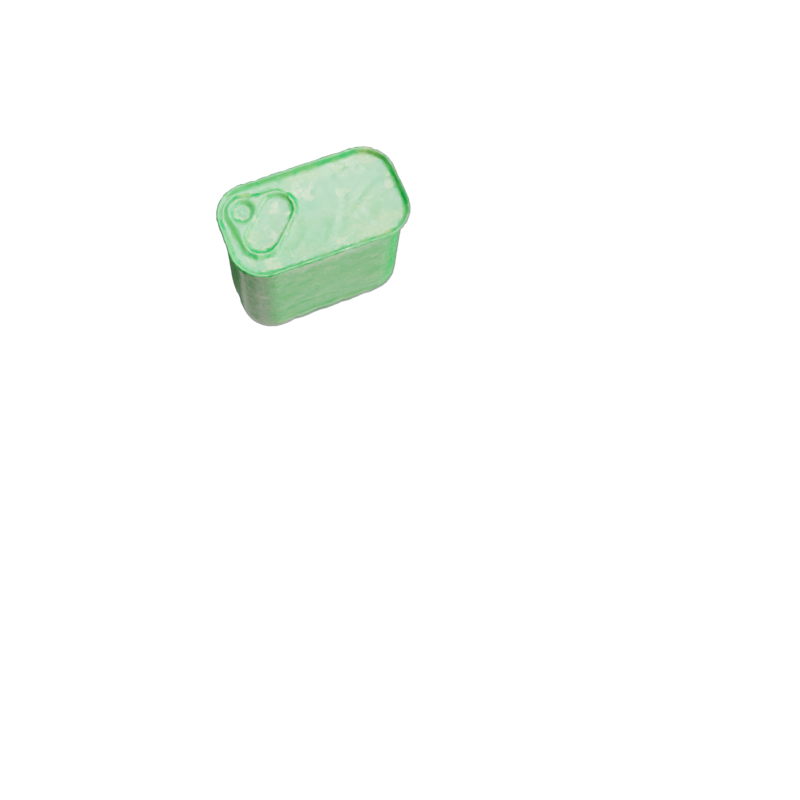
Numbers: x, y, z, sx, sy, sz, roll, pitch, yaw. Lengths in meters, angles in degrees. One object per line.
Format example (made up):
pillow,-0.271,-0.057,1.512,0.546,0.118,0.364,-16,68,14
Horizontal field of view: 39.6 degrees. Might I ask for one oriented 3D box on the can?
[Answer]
can,-0.050,-0.090,0.631,0.101,0.061,0.080,-20,-18,-9
